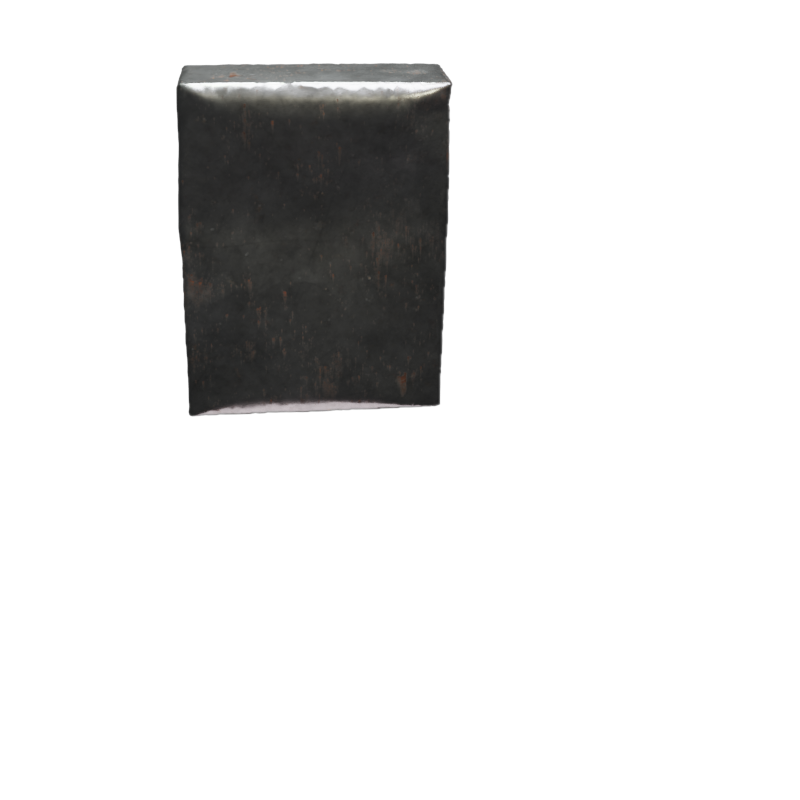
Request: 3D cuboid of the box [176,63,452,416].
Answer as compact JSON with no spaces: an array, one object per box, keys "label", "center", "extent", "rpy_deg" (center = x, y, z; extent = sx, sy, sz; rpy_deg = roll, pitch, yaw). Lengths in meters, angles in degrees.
[{"label":"box","center":[-0.054,-0.099,0.696],"extent":[0.163,0.204,0.075],"rpy_deg":[-1,20,-4]}]
